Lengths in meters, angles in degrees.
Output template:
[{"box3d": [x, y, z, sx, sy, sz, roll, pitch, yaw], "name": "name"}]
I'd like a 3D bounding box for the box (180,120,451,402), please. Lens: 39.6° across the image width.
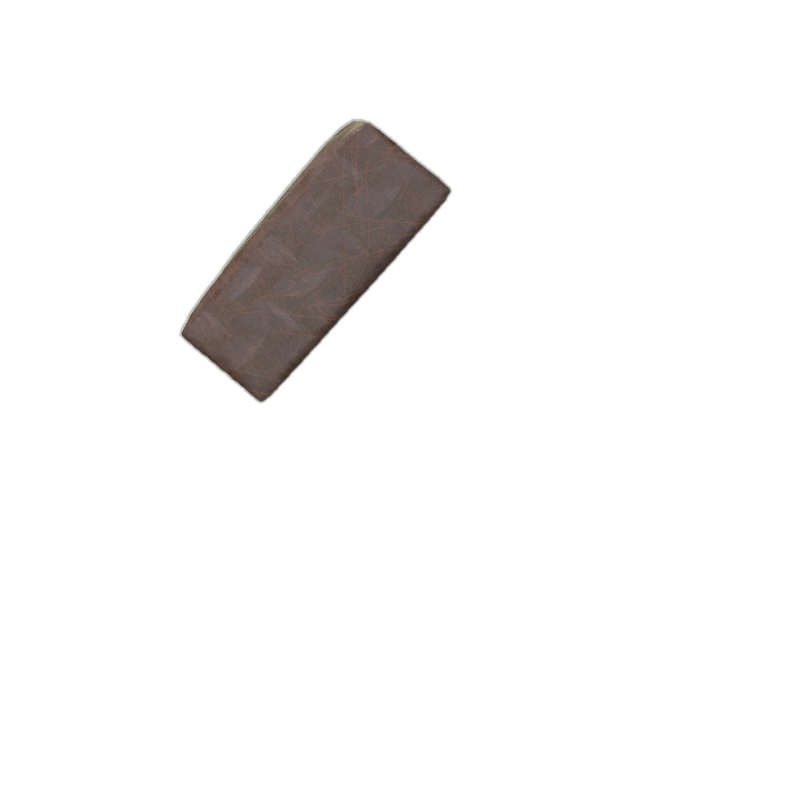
[{"box3d": [-0.056, -0.103, 0.721, 0.070, 0.163, 0.220, 41, 7, -12], "name": "box"}]
